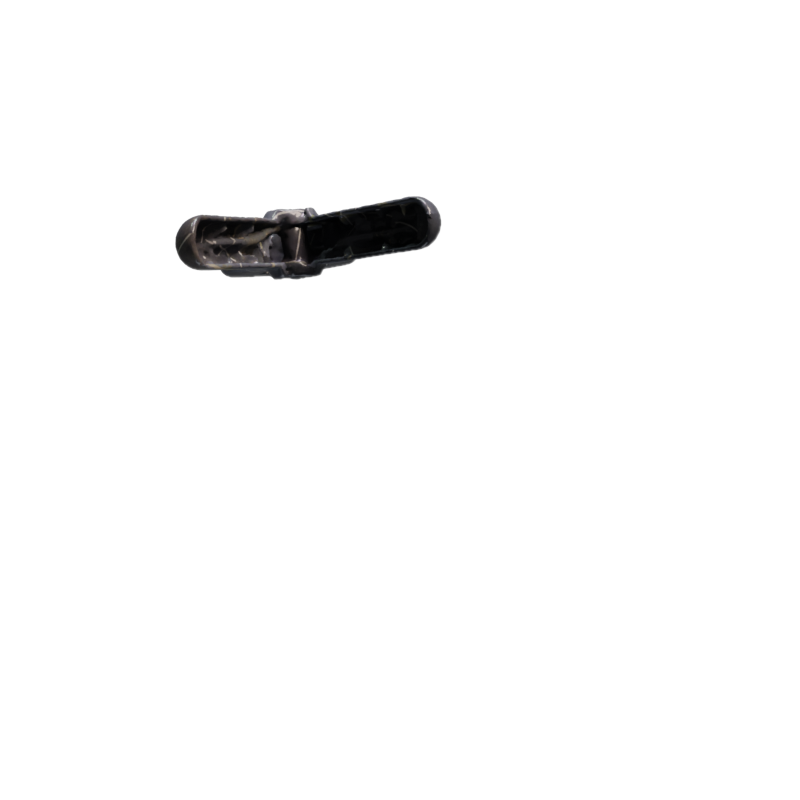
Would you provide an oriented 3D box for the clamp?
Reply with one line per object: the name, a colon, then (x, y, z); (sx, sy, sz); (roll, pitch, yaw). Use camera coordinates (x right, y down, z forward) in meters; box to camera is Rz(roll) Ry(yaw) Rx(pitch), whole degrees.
clamp: (-0.044, -0.081, 0.568); (0.120, 0.039, 0.173); (0, 7, -2)
